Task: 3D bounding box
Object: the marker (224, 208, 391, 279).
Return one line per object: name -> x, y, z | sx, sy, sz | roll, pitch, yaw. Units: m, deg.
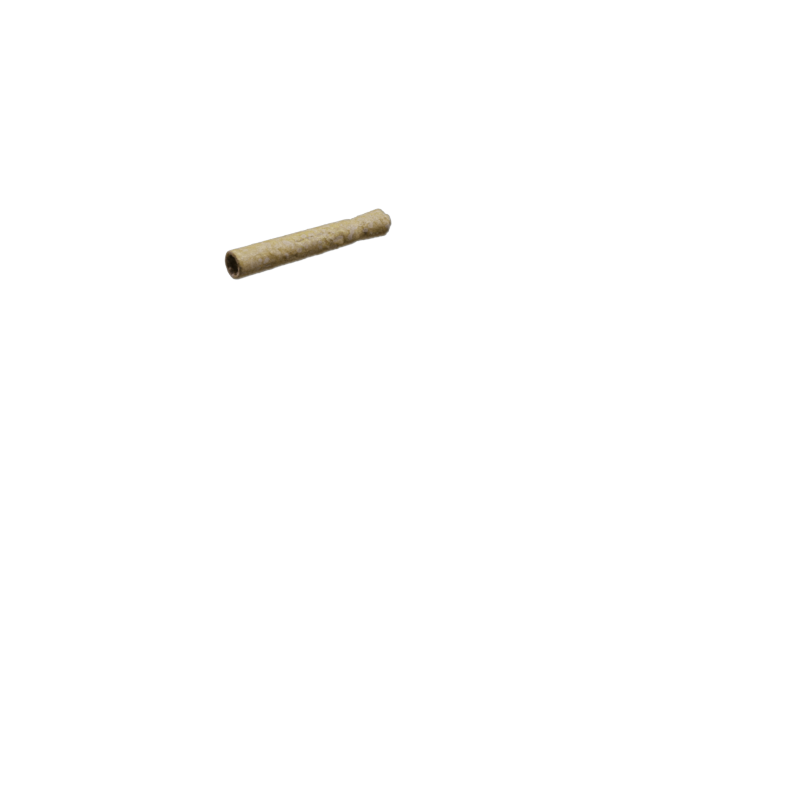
marker -> -0.055, -0.101, 0.707 | 0.119, 0.019, 0.021 | -21, 15, -31
